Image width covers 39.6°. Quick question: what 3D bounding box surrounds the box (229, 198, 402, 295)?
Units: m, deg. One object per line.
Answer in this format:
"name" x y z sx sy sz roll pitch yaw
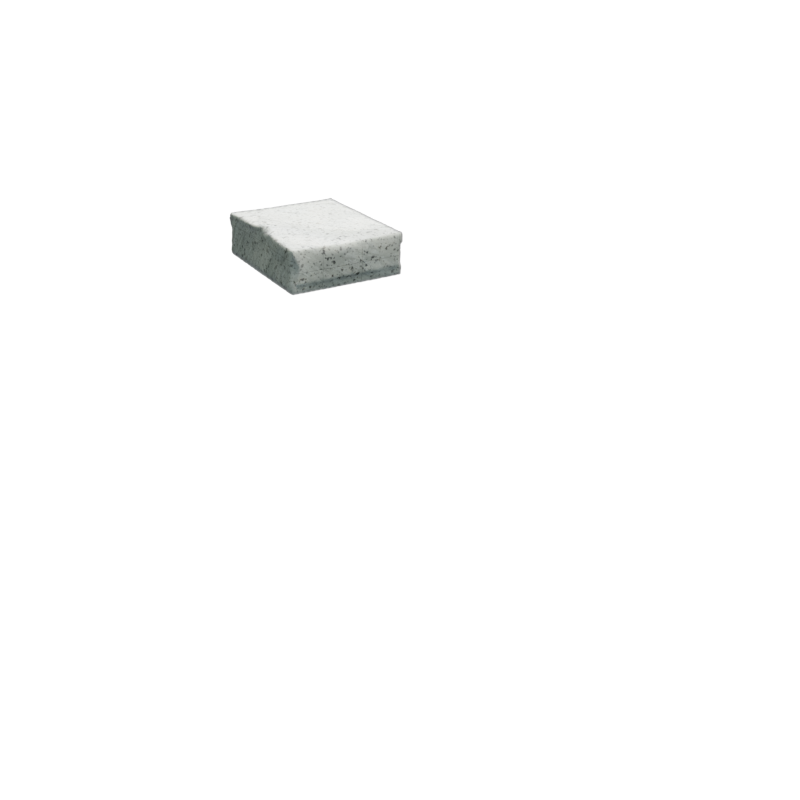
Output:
"box" -0.052 -0.096 0.669 0.072 0.029 0.095 -13 28 -27
